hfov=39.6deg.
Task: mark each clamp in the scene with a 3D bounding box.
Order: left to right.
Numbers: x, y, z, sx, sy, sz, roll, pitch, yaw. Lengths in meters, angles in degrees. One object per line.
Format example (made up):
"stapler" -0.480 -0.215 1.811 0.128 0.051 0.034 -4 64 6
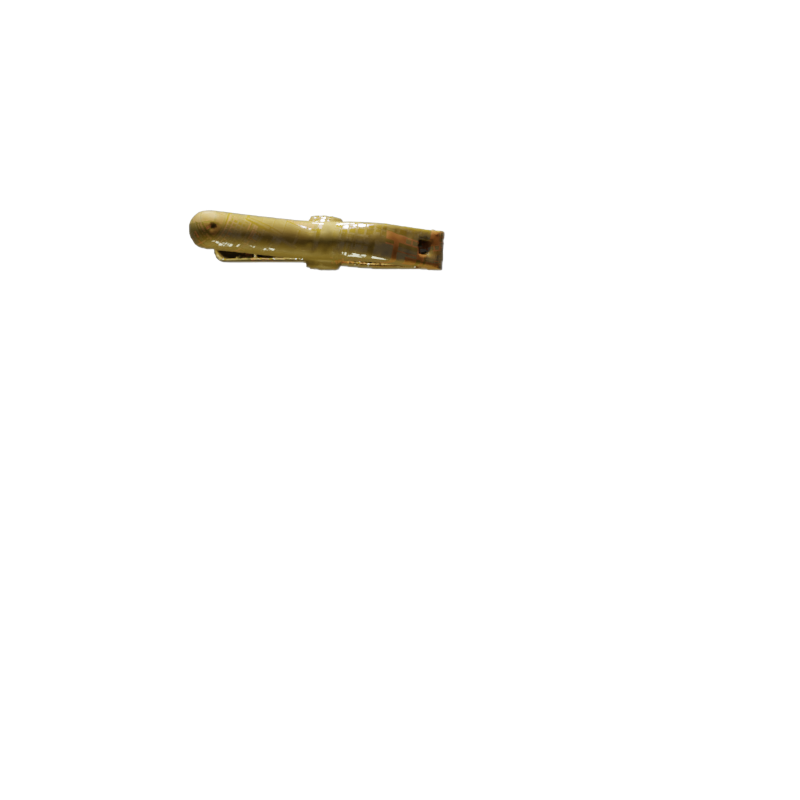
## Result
"clamp" -0.058 -0.106 0.746 0.174 0.039 0.119 1 7 10
